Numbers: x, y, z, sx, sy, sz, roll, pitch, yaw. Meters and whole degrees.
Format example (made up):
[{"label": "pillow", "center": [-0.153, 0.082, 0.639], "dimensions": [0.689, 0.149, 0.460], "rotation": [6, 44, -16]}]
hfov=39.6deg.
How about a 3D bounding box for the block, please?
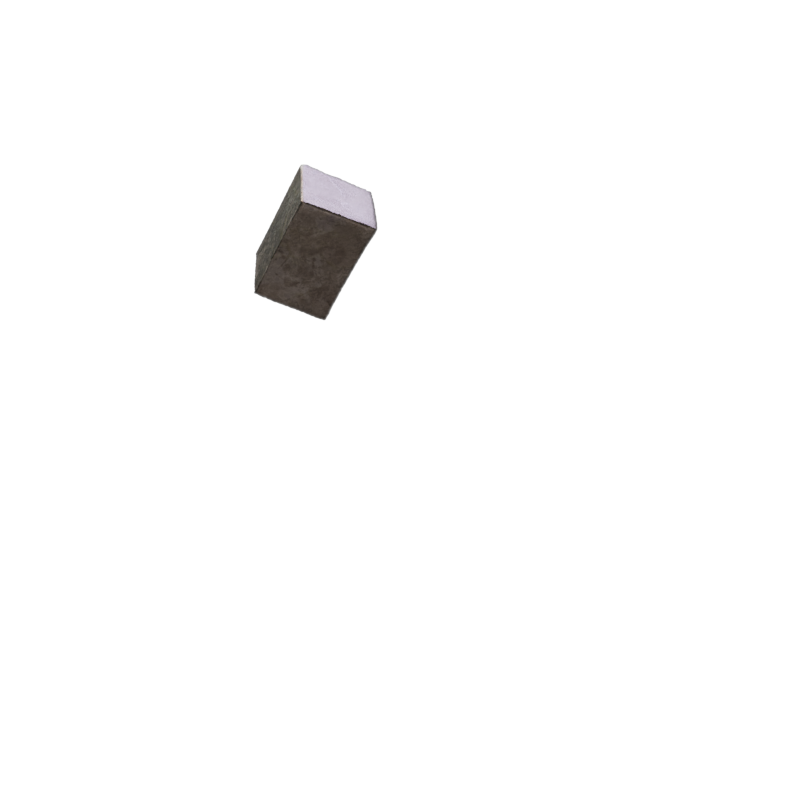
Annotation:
[{"label": "block", "center": [-0.056, -0.102, 0.713], "dimensions": [0.051, 0.075, 0.055], "rotation": [22, 32, -17]}]
